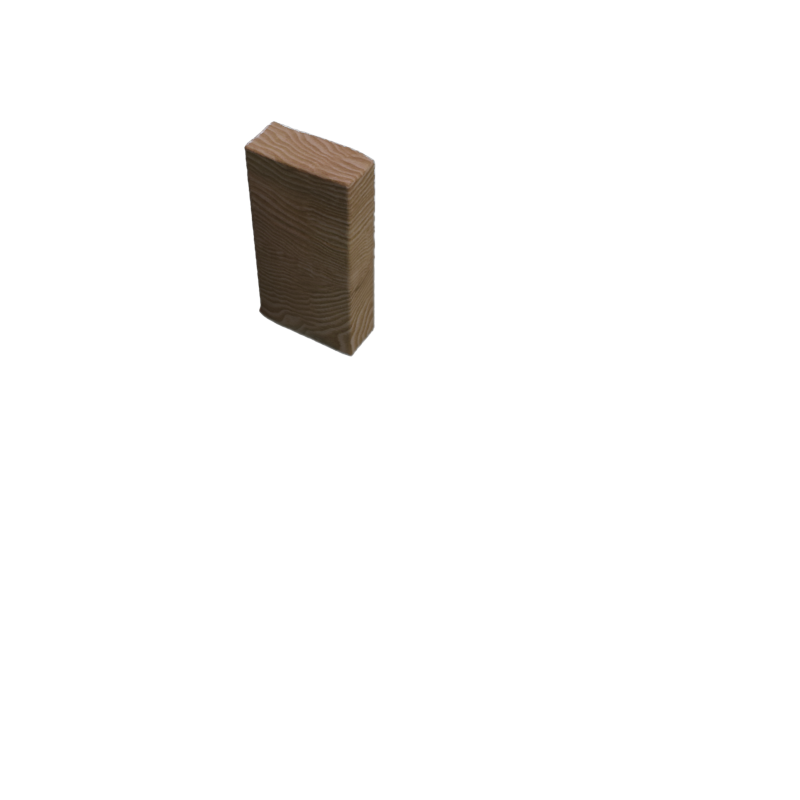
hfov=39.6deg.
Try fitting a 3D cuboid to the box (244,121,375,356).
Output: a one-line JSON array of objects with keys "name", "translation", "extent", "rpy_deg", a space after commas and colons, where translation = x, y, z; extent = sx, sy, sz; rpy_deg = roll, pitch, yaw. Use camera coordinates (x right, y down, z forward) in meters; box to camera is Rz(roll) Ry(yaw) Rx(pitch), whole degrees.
[{"name": "box", "translation": [-0.067, -0.122, 0.855], "extent": [0.098, 0.164, 0.049], "rpy_deg": [25, 47, 22]}]
